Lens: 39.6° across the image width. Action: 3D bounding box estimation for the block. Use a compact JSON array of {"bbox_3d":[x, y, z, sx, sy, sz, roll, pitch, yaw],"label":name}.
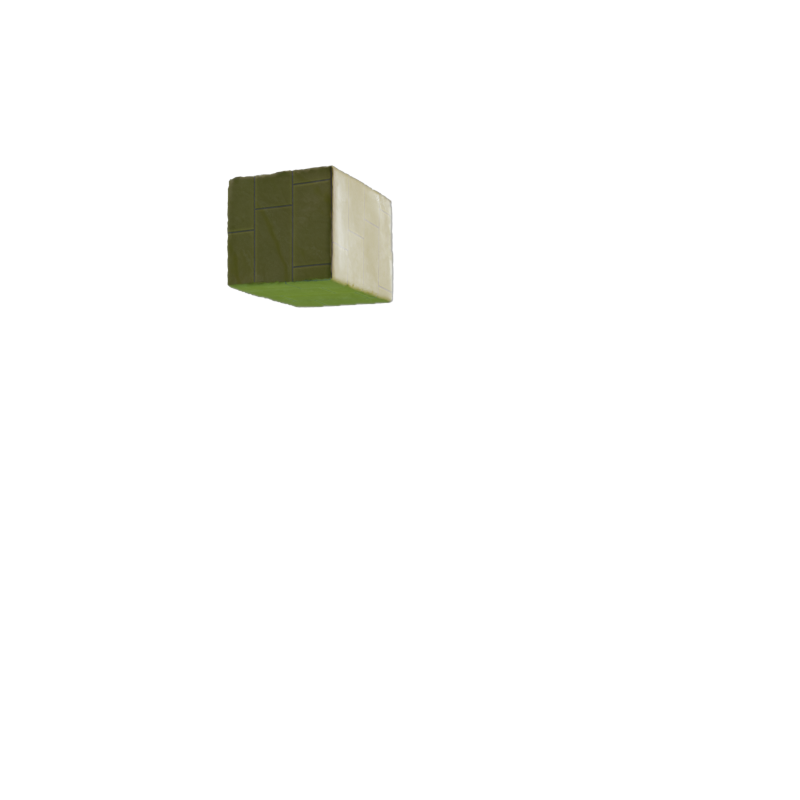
[{"bbox_3d":[-0.040,-0.074,0.516,0.054,0.052,0.075,-3,-6,21],"label":"block"}]
